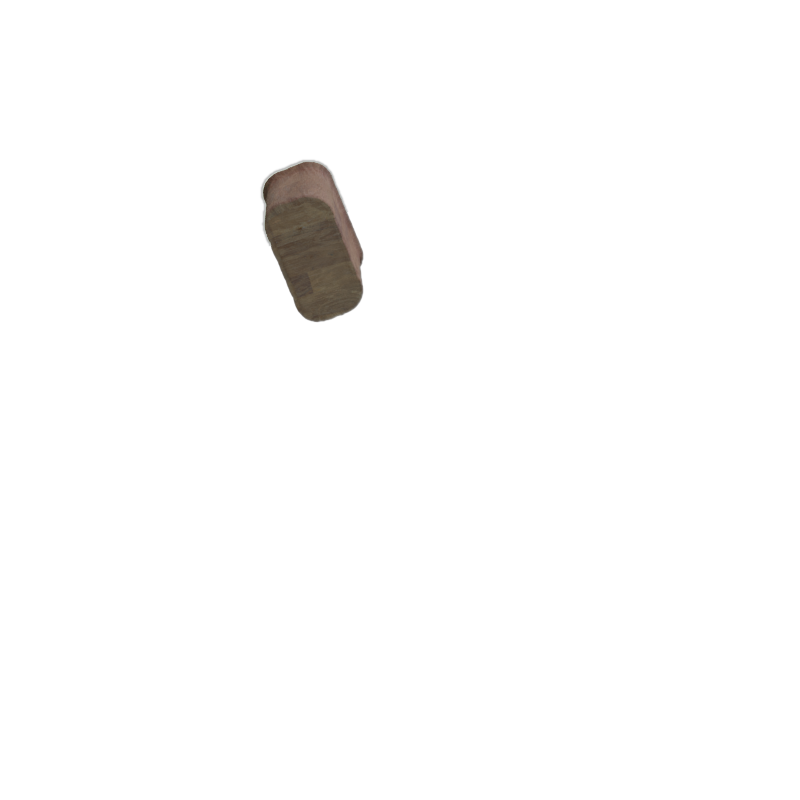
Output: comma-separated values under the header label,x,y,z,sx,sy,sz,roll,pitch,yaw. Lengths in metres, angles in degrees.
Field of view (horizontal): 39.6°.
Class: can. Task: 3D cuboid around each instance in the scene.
label,x,y,z,sx,sy,sz,roll,pitch,yaw
can,-0.065,-0.119,0.836,0.058,0.097,0.088,-20,22,6
